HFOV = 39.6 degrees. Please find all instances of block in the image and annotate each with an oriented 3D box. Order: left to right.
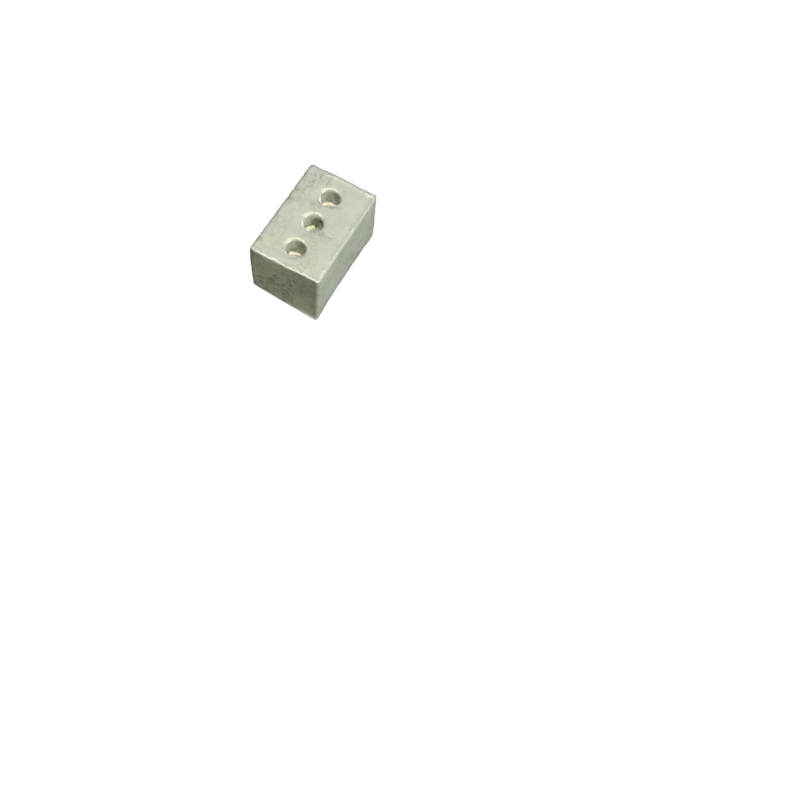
[{"bbox_3d":[-0.058,-0.105,0.736,0.054,0.080,0.048,27,-24,10],"label":"block"}]
